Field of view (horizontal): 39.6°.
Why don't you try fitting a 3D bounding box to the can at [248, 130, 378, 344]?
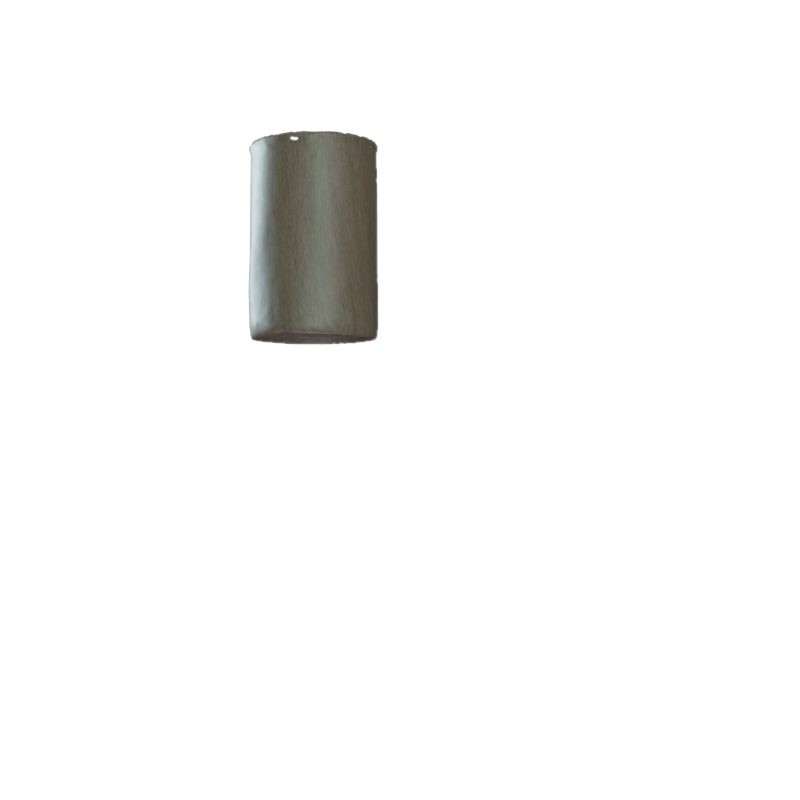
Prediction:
[{"bbox_3d":[-0.045,-0.082,0.578,0.068,0.104,0.067,0,-7,-2],"label":"can"}]
